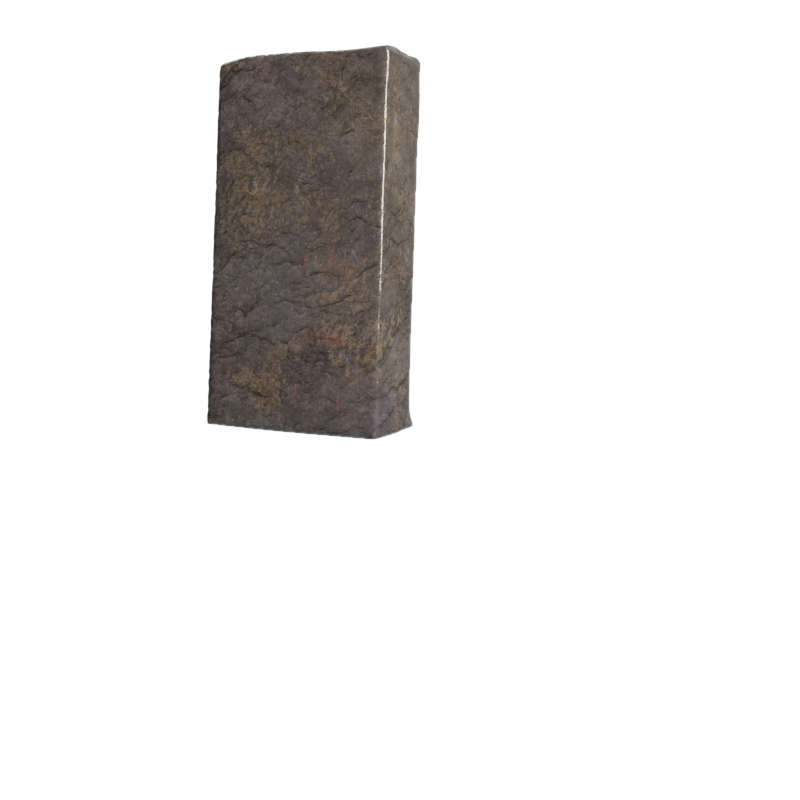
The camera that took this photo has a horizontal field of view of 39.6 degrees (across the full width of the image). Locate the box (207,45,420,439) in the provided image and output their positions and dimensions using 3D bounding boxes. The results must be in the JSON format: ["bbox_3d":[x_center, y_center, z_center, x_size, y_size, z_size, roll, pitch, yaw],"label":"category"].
[{"bbox_3d":[-0.041,-0.075,0.525,0.096,0.177,0.046,0,0,27],"label":"box"}]
